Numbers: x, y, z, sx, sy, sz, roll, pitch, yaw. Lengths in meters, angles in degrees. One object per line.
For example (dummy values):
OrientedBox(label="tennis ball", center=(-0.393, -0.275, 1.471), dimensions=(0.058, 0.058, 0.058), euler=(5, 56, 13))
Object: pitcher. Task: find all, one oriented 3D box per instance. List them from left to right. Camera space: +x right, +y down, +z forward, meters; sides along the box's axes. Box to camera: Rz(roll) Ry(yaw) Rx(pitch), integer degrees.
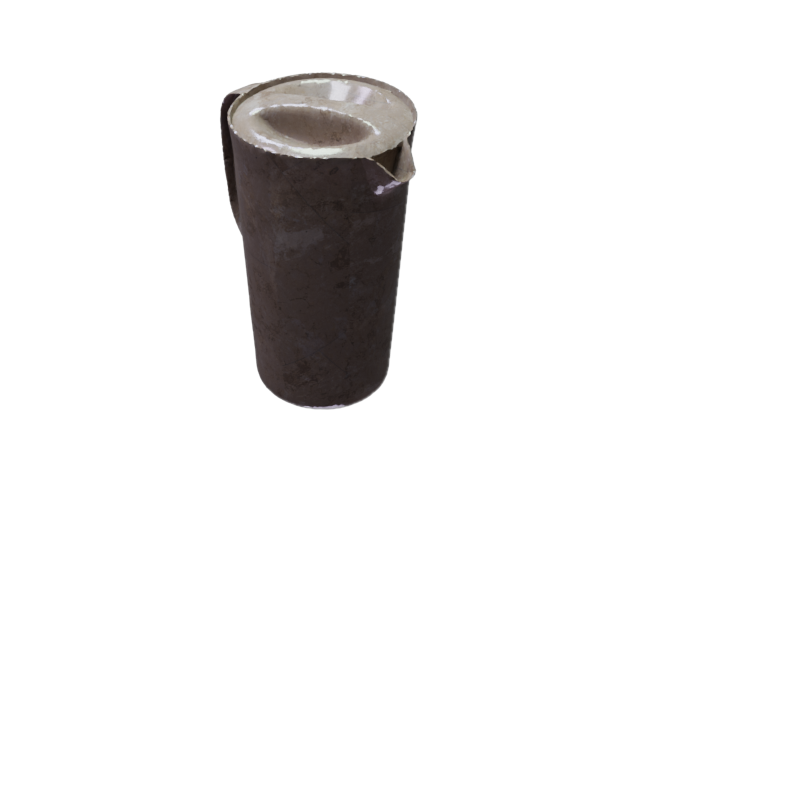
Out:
OrientedBox(label="pitcher", center=(-0.066, -0.121, 0.844), dimensions=(0.145, 0.227, 0.160), euler=(1, 37, -2))
